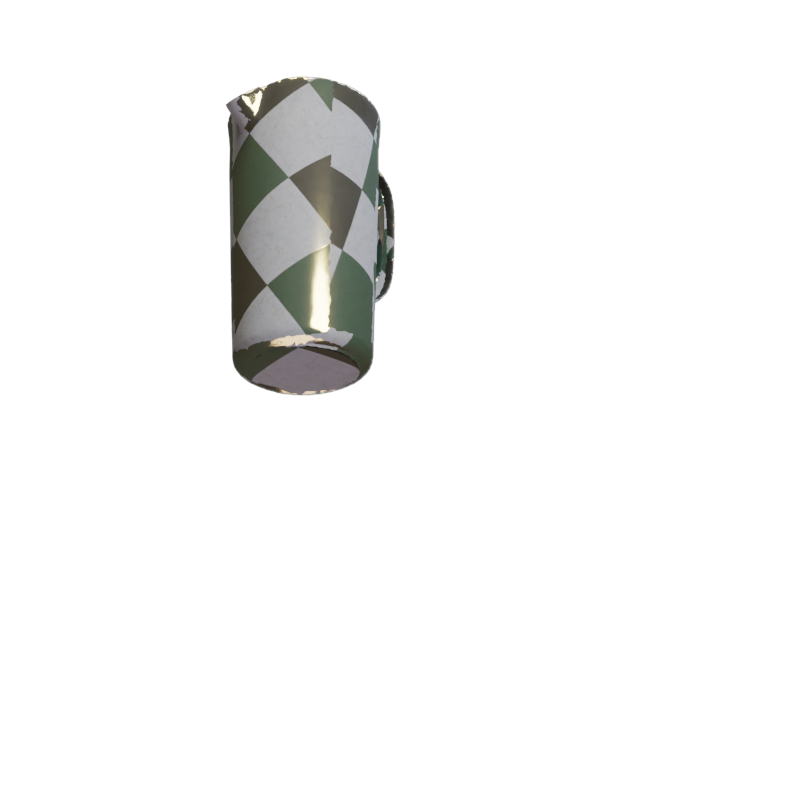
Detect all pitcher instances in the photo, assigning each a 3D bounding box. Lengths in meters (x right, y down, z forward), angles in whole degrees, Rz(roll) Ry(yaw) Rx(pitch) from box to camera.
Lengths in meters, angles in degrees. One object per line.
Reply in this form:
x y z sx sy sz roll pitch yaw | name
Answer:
-0.071 -0.130 0.911 0.149 0.259 0.137 0 -29 -4 | pitcher
